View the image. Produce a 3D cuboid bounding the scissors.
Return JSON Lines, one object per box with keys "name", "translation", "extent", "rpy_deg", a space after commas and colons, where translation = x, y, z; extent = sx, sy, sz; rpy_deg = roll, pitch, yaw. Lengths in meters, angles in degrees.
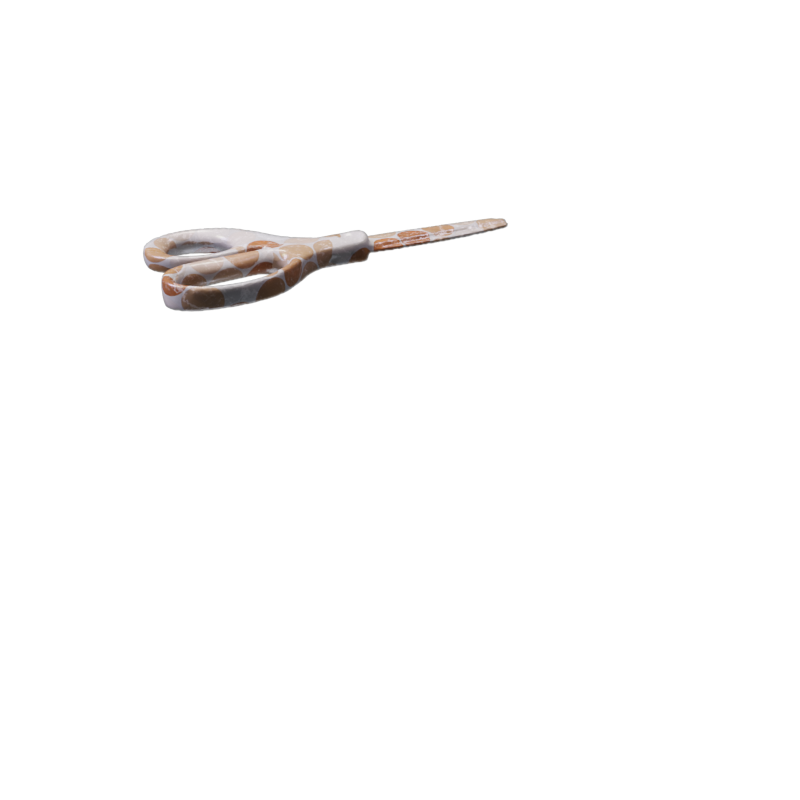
{"name": "scissors", "translation": [-0.045, -0.082, 0.577], "extent": [0.199, 0.015, 0.102], "rpy_deg": [-23, 33, -39]}
